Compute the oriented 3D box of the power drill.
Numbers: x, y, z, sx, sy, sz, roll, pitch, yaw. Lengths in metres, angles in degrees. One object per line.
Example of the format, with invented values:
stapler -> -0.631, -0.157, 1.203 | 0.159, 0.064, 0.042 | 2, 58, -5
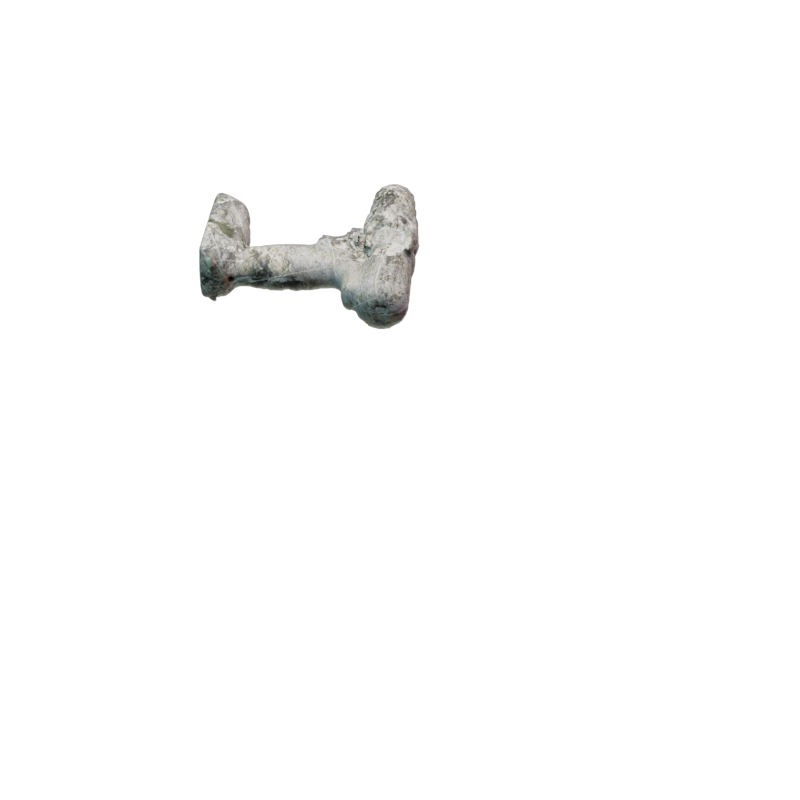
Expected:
power drill -> -0.077, -0.141, 0.989 | 0.189, 0.054, 0.196 | 3, 39, 4
